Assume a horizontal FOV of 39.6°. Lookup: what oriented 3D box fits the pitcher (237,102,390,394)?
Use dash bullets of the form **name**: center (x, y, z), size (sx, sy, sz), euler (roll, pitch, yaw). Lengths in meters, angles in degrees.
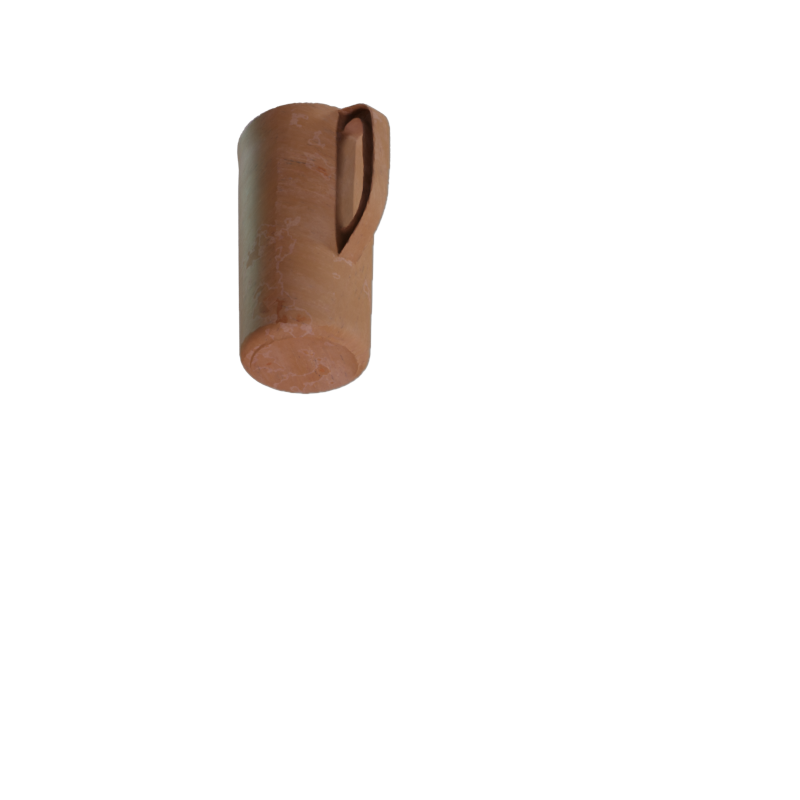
- **pitcher**: center (-0.076, -0.138, 0.966), size (0.145, 0.260, 0.139), euler (-4, -35, 2)
